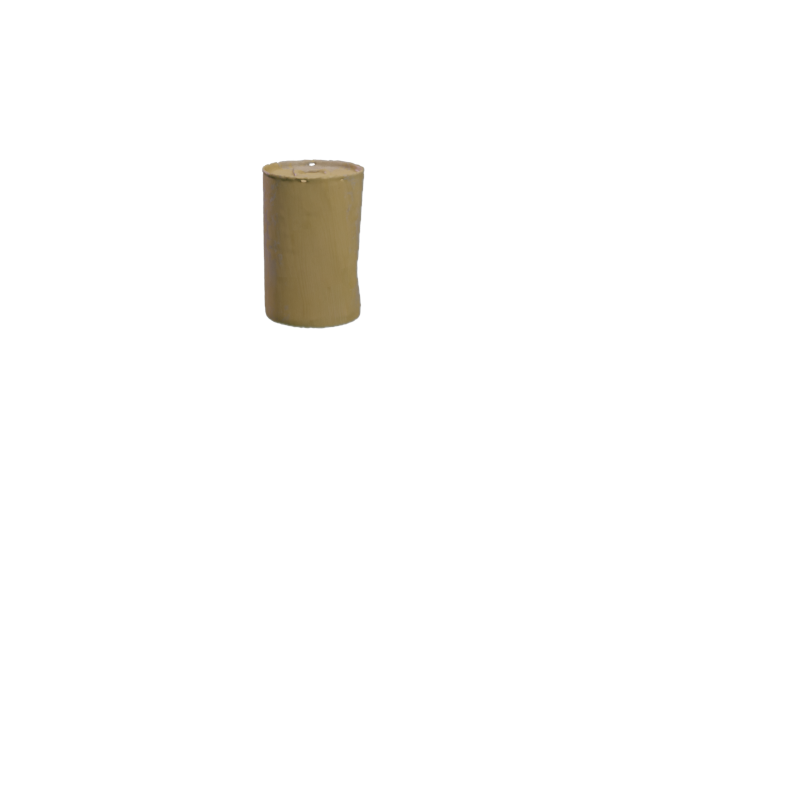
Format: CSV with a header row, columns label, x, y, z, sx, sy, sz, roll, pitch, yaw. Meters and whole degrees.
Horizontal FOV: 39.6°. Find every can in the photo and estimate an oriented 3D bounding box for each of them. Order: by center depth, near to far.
label,x,y,z,sx,sy,sz,roll,pitch,yaw
can,-0.058,-0.107,0.747,0.068,0.099,0.071,0,17,-2
